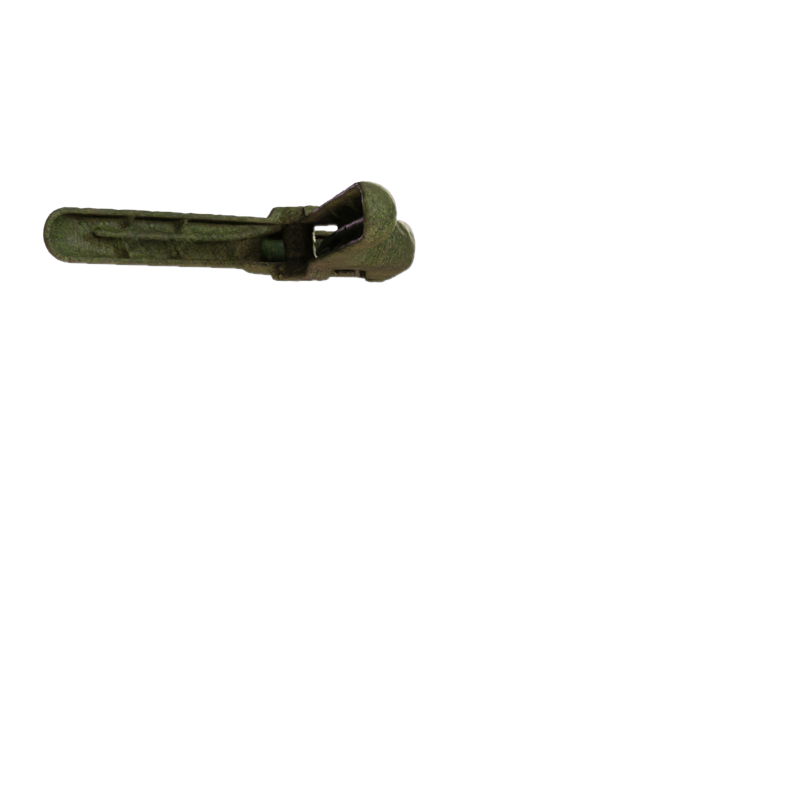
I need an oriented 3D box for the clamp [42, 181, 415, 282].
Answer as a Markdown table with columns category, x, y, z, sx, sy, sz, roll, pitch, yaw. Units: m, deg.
| category | x | y | z | sx | sy | sz | roll | pitch | yaw |
| --- | --- | --- | --- | --- | --- | --- | --- | --- | --- |
| clamp | -0.042 | -0.077 | 0.538 | 0.170 | 0.037 | 0.202 | 1 | 3 | 29 |
